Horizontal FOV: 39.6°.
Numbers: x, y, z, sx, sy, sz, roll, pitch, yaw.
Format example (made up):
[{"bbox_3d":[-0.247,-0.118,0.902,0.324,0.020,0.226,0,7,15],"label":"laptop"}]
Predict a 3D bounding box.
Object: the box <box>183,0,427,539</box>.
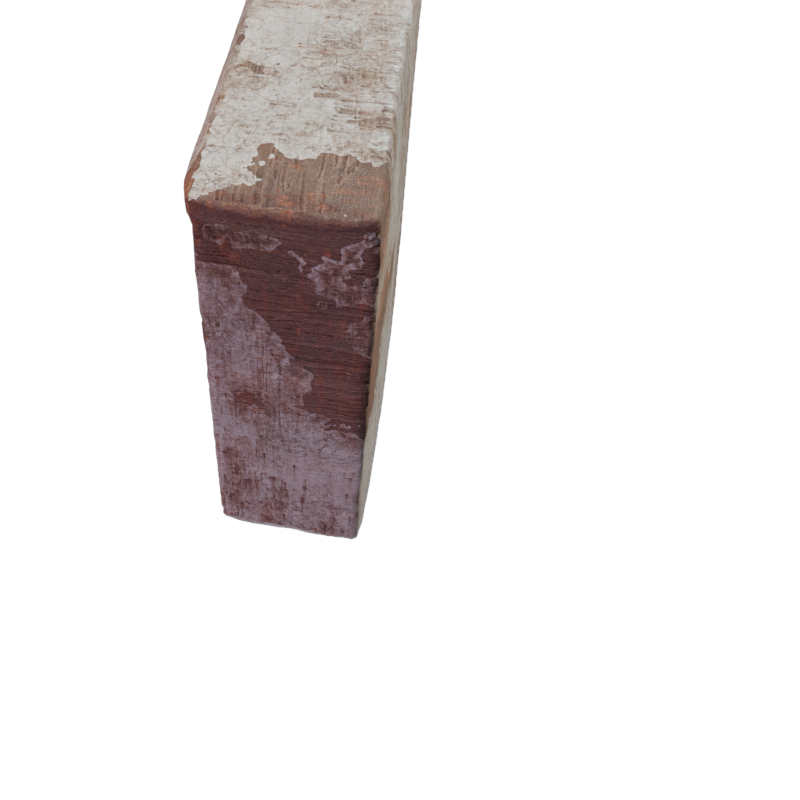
[{"bbox_3d":[-0.037,-0.067,0.470,0.072,0.175,0.200,7,-37,1],"label":"box"}]
